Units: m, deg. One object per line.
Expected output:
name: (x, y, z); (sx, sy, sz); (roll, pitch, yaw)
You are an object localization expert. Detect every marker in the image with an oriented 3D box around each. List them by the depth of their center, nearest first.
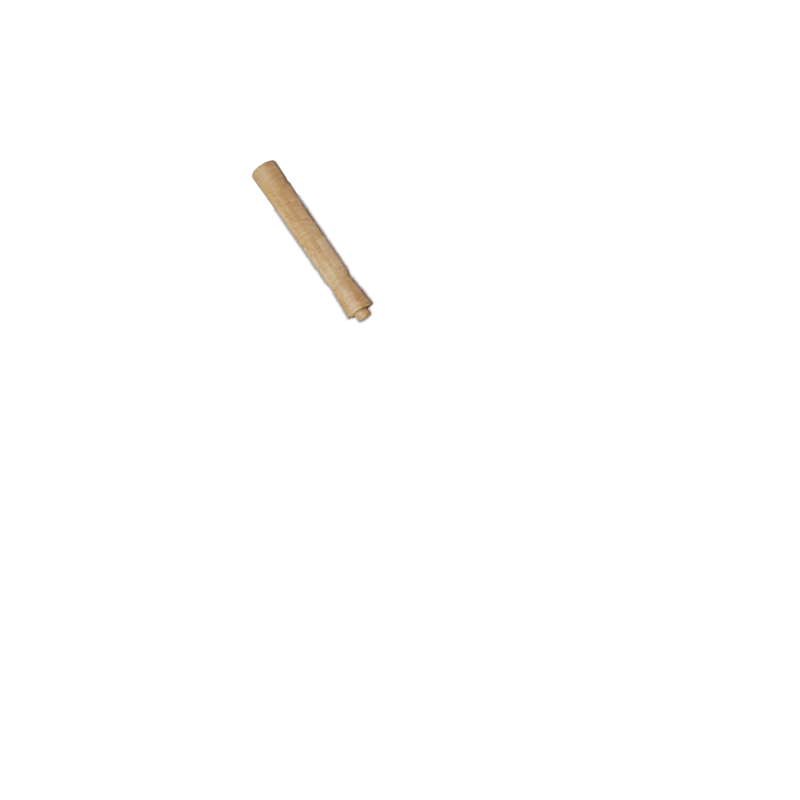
marker: (-0.056, -0.102, 0.711); (0.020, 0.126, 0.019); (-32, -15, -9)
